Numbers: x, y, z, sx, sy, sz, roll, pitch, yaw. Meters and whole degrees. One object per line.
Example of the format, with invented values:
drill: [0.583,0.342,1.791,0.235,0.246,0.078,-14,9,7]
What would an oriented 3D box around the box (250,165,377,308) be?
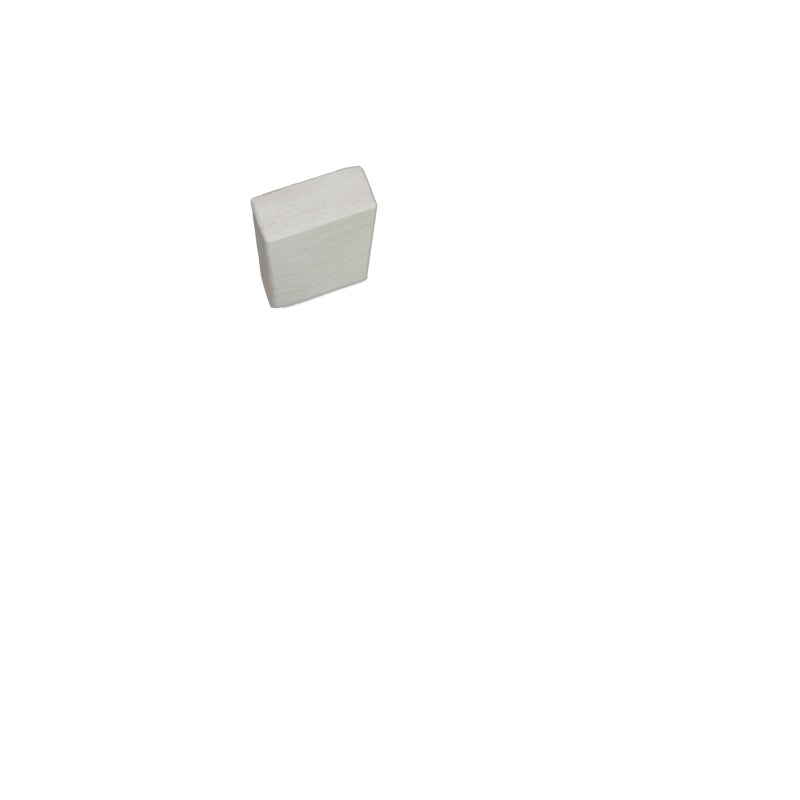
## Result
box: [-0.072,-0.132,0.922,0.093,0.050,0.169,-19,-14,-9]
